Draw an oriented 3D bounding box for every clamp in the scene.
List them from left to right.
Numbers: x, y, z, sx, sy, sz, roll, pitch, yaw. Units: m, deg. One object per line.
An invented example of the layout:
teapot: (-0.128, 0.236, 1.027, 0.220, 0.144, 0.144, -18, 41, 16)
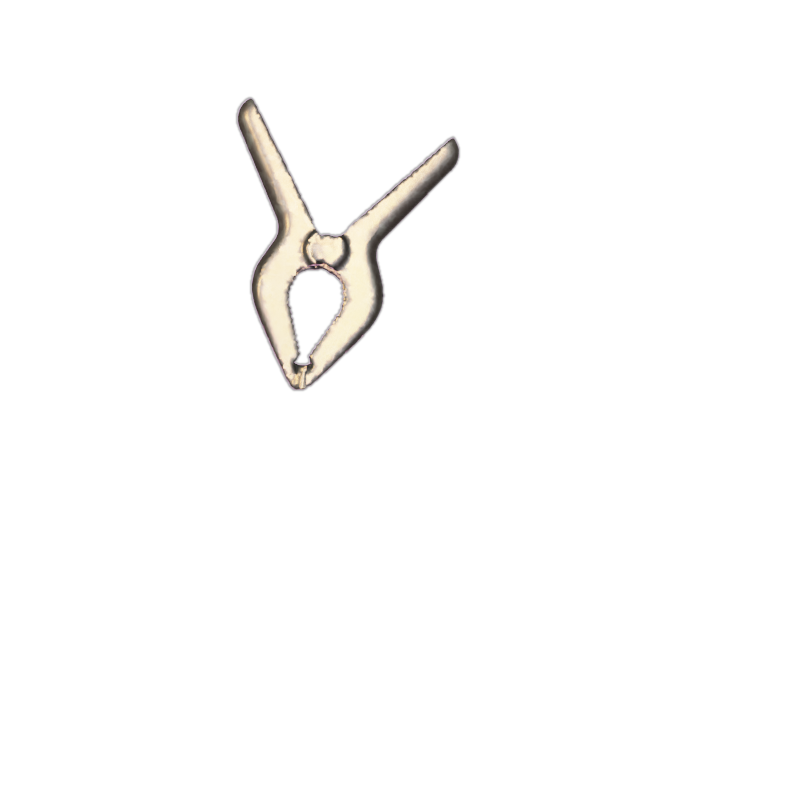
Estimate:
clamp: (-0.063, -0.114, 0.802, 0.165, 0.214, 0.036, 17, -9, 3)
